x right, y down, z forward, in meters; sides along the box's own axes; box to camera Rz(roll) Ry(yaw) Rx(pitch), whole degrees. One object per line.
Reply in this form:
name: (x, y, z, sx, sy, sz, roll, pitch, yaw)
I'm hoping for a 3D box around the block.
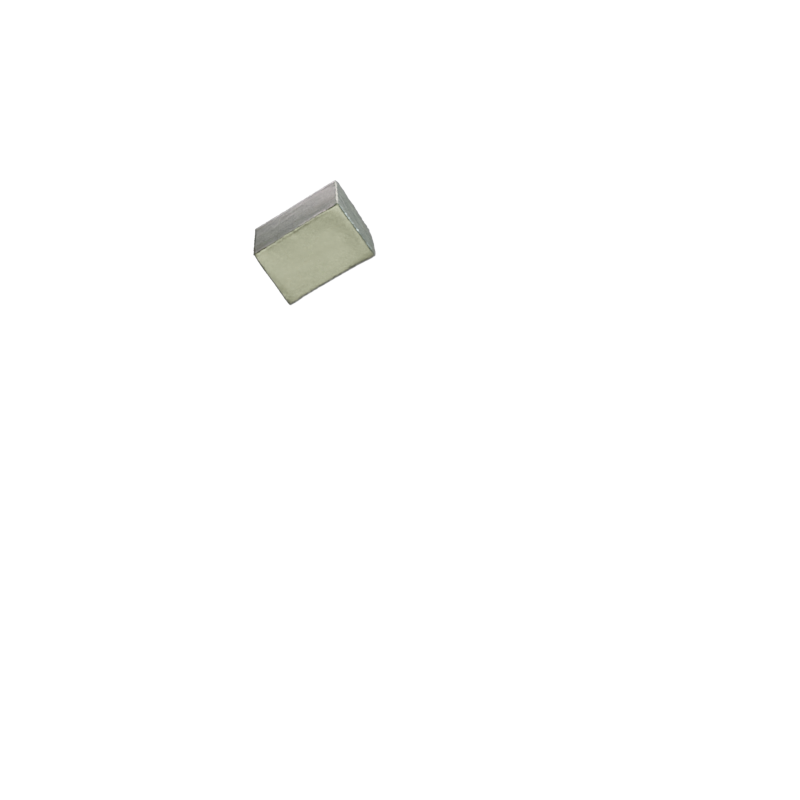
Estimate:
block: (-0.066, -0.120, 0.840, 0.078, 0.050, 0.054, -29, 25, 12)
